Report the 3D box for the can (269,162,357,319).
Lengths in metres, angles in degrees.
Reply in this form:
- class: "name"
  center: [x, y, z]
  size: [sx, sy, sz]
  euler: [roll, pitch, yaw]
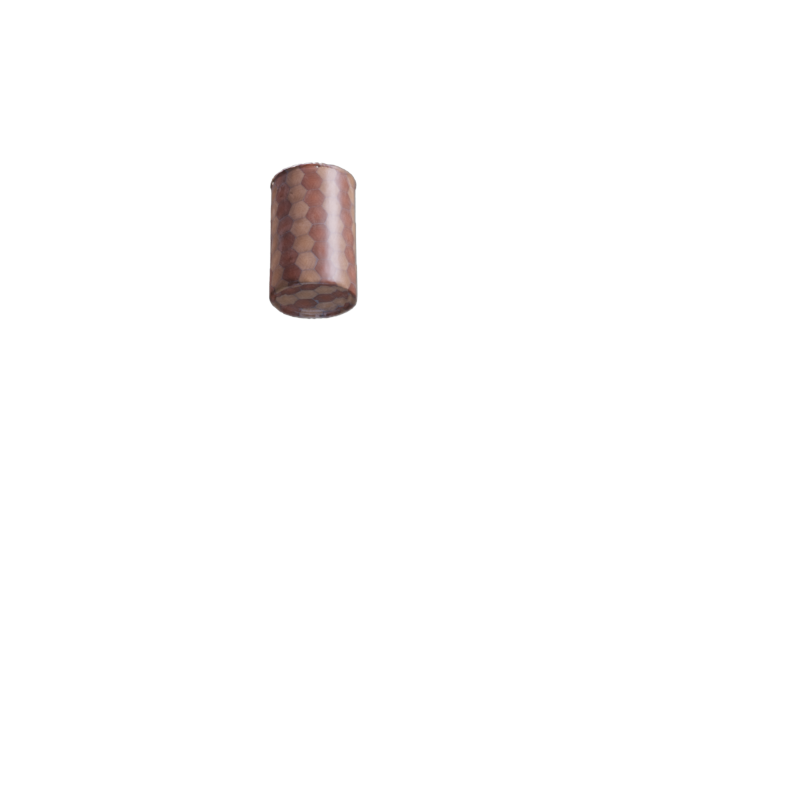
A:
- class: "can"
  center: [-0.067, -0.122, 0.851]
  size: [0.068, 0.108, 0.065]
  euler: [0, -25, -2]
